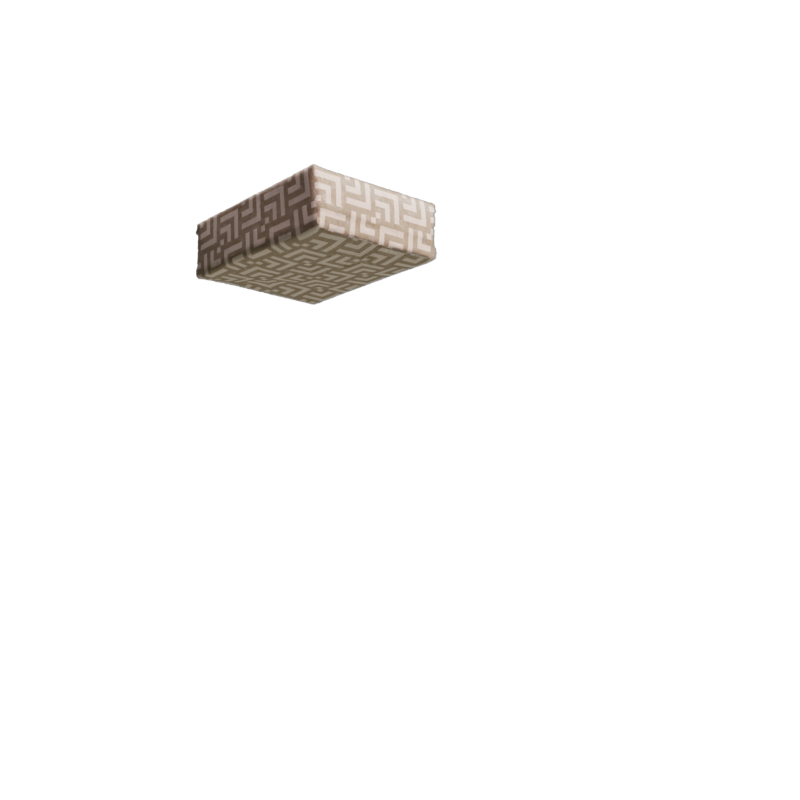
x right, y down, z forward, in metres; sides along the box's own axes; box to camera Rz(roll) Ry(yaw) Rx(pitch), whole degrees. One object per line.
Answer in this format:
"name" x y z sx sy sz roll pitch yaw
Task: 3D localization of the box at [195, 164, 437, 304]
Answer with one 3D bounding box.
"box" -0.049 -0.090 0.630 0.085 0.040 0.115 10 -15 -41
